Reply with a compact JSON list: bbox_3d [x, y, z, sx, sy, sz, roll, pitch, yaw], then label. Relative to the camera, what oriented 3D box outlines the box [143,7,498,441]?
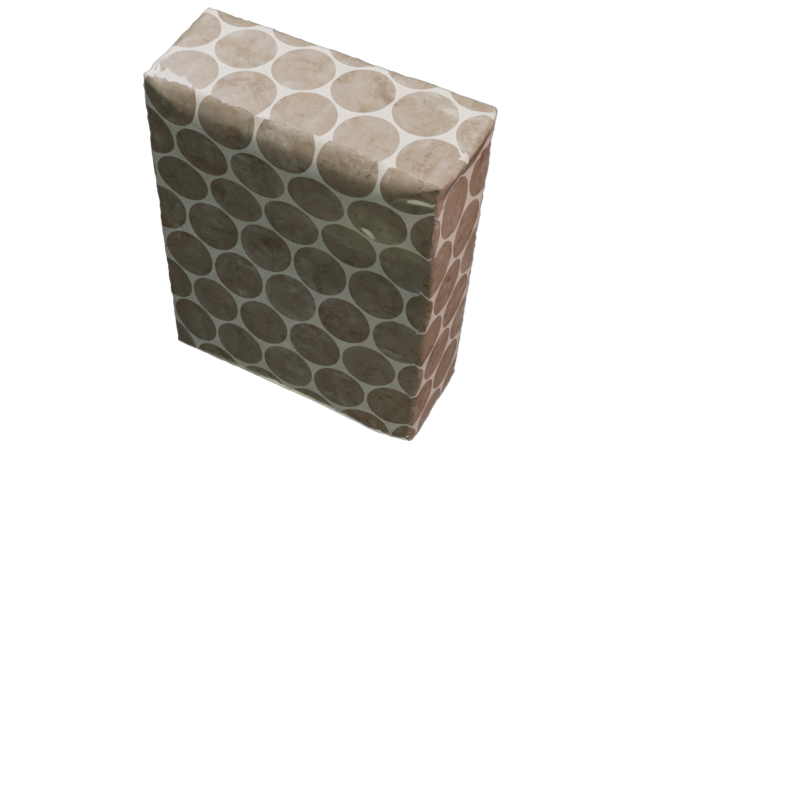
[{"bbox_3d":[-0.047,-0.086,0.602,0.170,0.074,0.199,25,-35,16],"label":"box"}]
